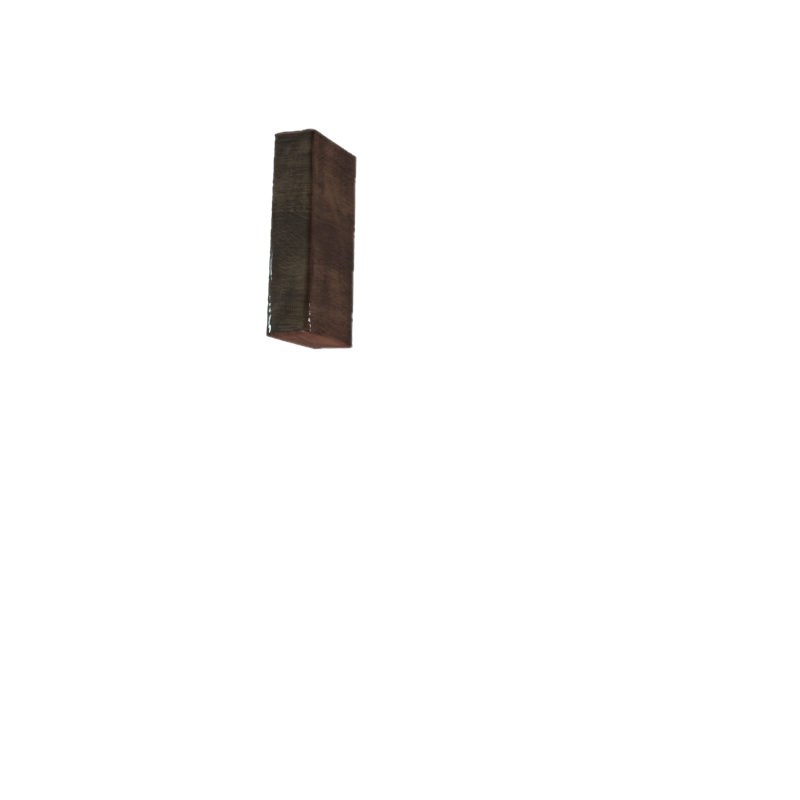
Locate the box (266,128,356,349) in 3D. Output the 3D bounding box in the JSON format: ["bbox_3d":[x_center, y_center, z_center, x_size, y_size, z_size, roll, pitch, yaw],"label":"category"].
[{"bbox_3d":[-0.075,-0.137,0.961,0.049,0.182,0.088,-7,-13,23],"label":"box"}]
